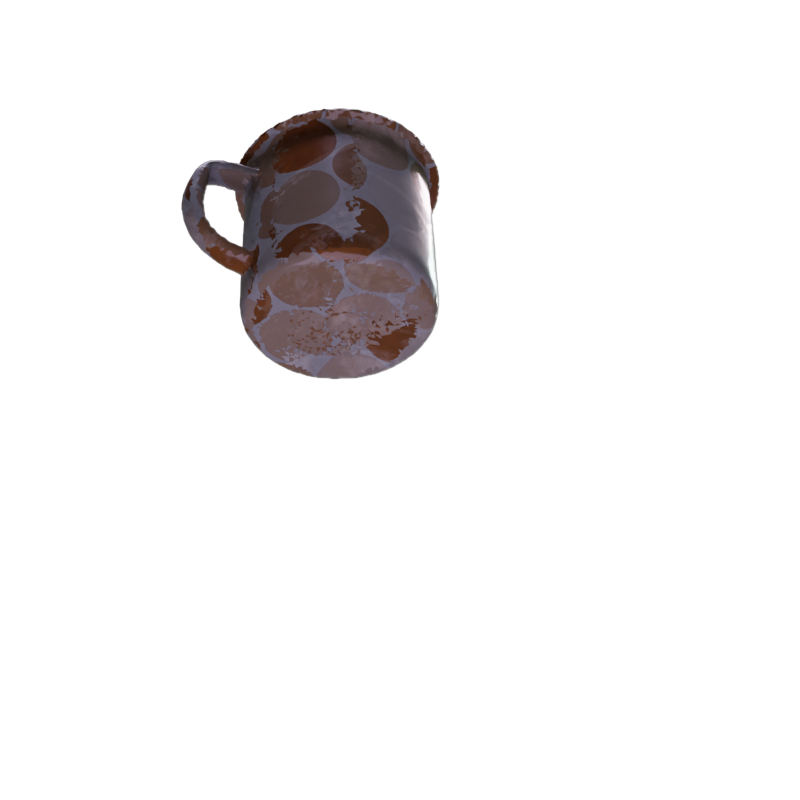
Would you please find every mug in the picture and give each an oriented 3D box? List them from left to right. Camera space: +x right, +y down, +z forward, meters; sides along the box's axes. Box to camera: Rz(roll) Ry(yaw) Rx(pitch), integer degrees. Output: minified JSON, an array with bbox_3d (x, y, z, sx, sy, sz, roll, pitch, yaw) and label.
[{"bbox_3d":[-0.037,-0.067,0.471,0.113,0.087,0.090,20,-47,-22],"label":"mug"}]
